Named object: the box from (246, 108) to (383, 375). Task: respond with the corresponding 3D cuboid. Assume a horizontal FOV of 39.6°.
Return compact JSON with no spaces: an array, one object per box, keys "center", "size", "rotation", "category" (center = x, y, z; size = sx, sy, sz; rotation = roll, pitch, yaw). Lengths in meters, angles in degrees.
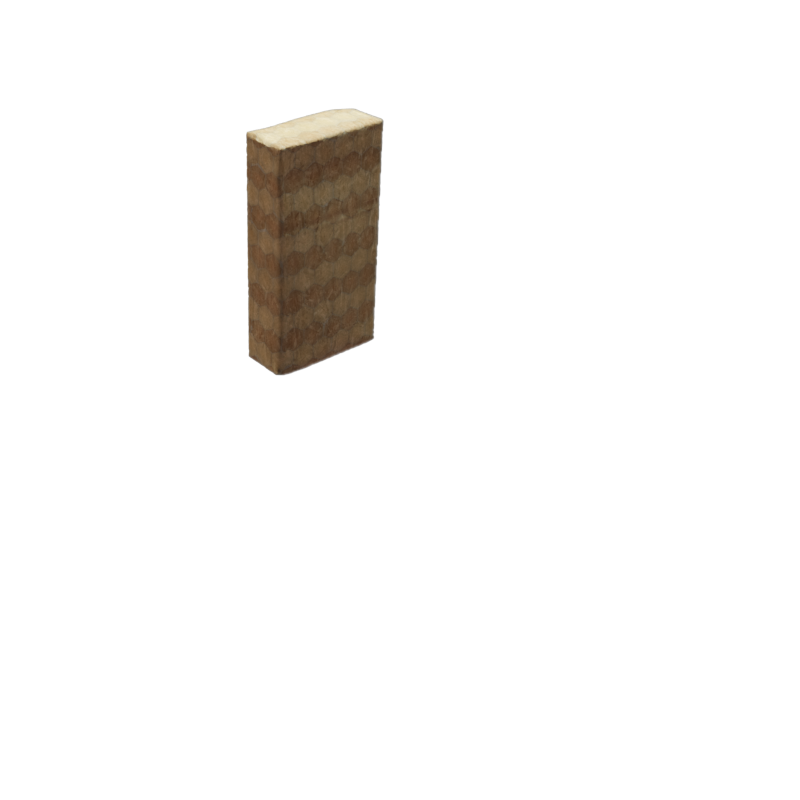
[{"center":[-0.061,-0.112,0.782],"size":[0.092,0.167,0.051],"rotation":[-21,34,-38],"category":"box"}]
